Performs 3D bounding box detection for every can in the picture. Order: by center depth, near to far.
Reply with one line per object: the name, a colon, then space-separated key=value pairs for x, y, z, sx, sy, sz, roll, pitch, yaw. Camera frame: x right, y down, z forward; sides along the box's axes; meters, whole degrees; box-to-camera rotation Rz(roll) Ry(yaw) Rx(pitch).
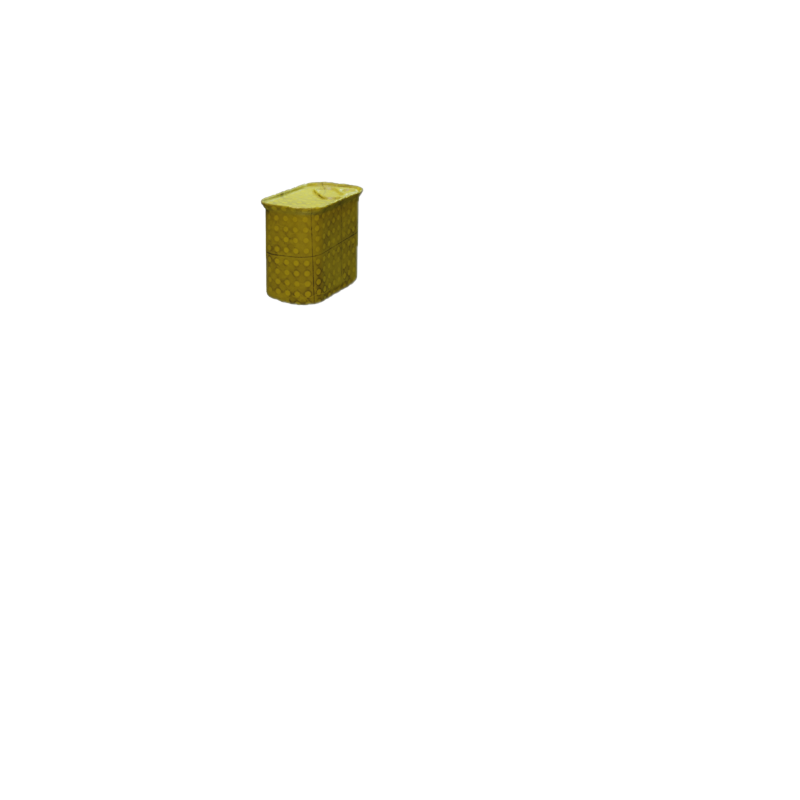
can: x=-0.074 y=-0.135 z=0.942 sx=0.060 sy=0.081 sz=0.102 roll=9 pitch=21 yaw=24
